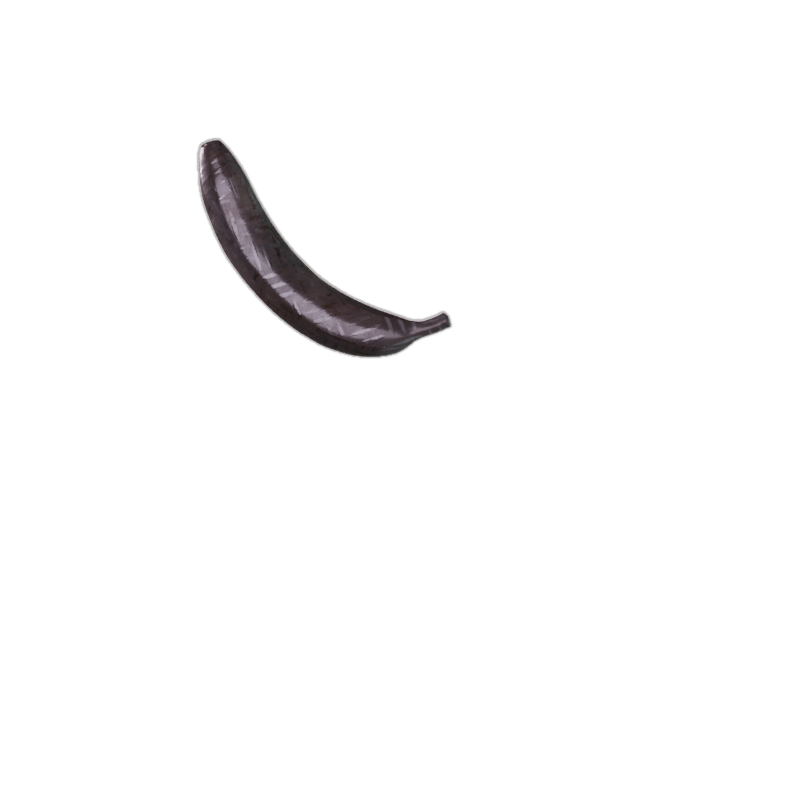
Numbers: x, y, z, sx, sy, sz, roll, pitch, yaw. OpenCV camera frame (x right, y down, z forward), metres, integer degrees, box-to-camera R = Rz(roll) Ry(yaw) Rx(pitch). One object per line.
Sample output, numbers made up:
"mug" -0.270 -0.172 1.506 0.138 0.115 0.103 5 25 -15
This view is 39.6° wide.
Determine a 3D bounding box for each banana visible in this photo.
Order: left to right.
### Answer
"banana" -0.065 -0.086 0.721 0.197 0.069 0.037 37 3 -2
